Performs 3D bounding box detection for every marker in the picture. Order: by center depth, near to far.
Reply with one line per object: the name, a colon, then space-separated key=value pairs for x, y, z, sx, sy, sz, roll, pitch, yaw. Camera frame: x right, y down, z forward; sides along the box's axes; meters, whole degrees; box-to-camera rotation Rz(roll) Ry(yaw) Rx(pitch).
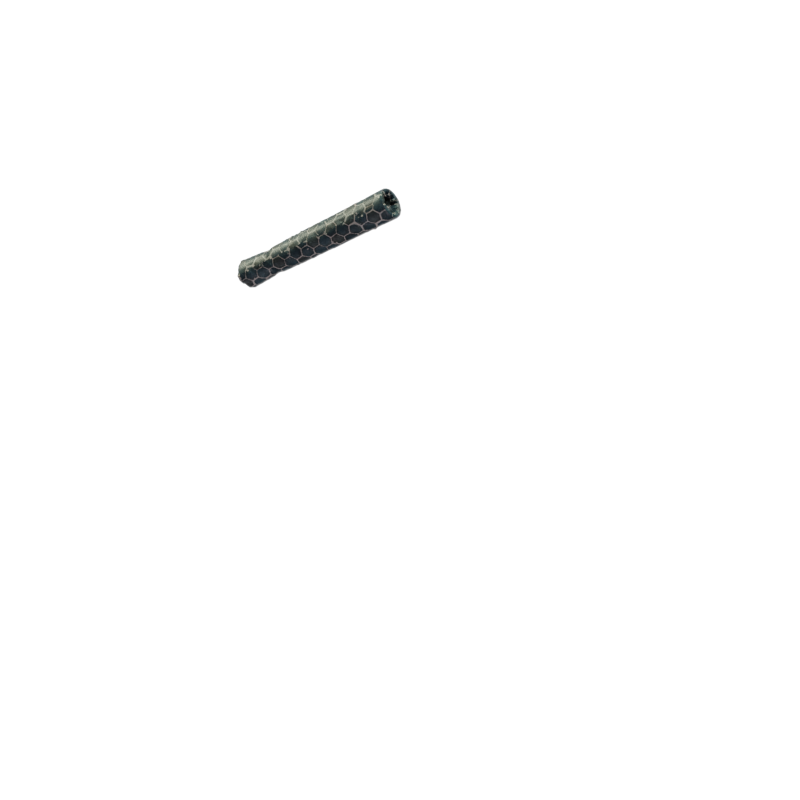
marker: x=-0.052 y=-0.096 z=0.670 sx=0.122 sy=0.020 sz=0.019 roll=-21 pitch=-9 yaw=34
